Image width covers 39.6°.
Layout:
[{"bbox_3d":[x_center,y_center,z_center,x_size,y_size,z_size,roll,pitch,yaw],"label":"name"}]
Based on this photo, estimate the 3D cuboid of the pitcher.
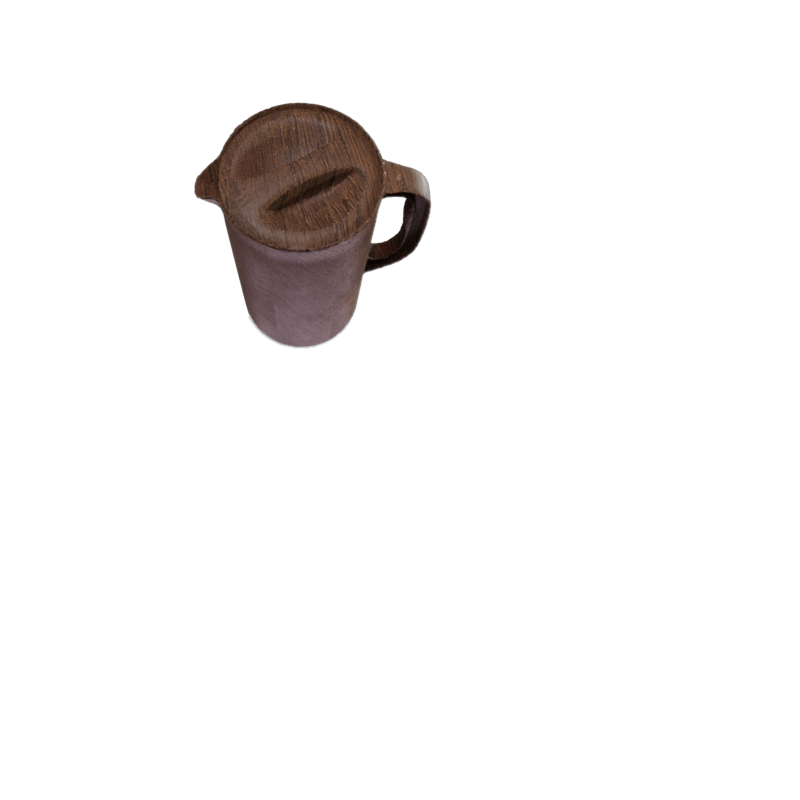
[{"bbox_3d":[-0.075,-0.137,0.960,0.155,0.147,0.231,40,-18,12],"label":"pitcher"}]
